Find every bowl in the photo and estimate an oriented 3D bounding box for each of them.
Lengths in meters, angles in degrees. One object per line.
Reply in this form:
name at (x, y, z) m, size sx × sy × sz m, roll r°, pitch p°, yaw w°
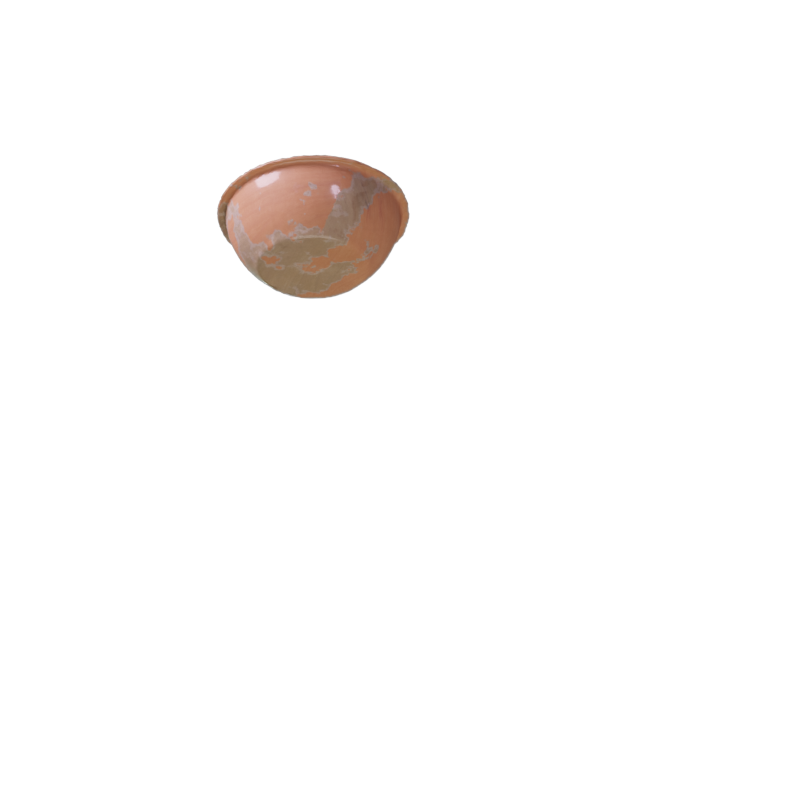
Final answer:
bowl at (-0.072, -0.131, 0.916) m, size 0.162 × 0.059 × 0.152 m, roll 1°, pitch -30°, yaw -2°
